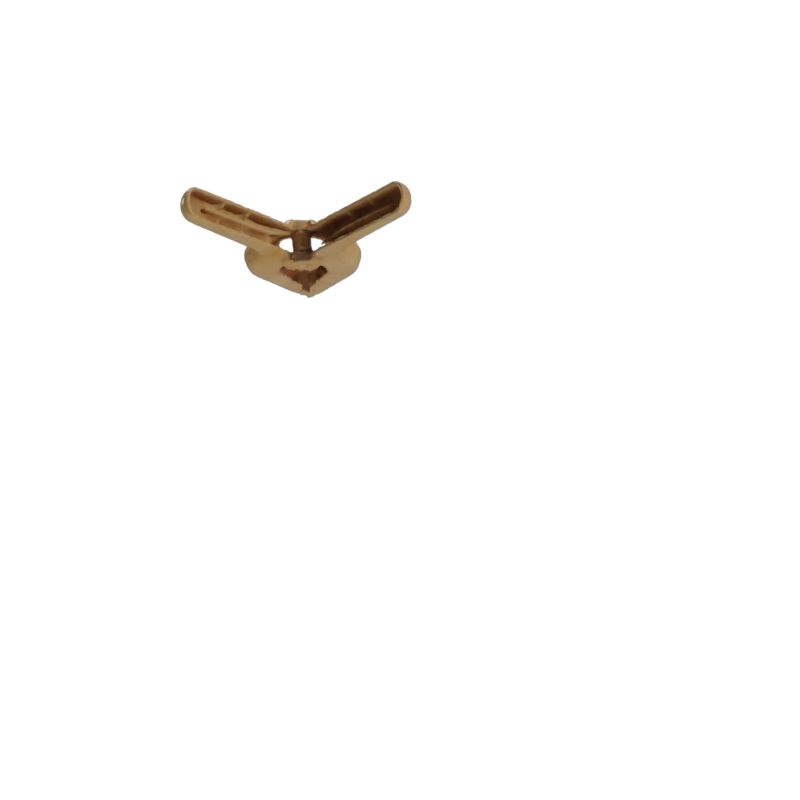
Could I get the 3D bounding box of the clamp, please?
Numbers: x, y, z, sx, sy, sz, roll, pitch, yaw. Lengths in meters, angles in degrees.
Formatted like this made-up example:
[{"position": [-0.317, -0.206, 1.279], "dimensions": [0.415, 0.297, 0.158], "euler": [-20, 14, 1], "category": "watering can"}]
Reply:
[{"position": [-0.068, -0.124, 0.871], "dimensions": [0.166, 0.038, 0.200], "euler": [-1, -13, 6], "category": "clamp"}]
